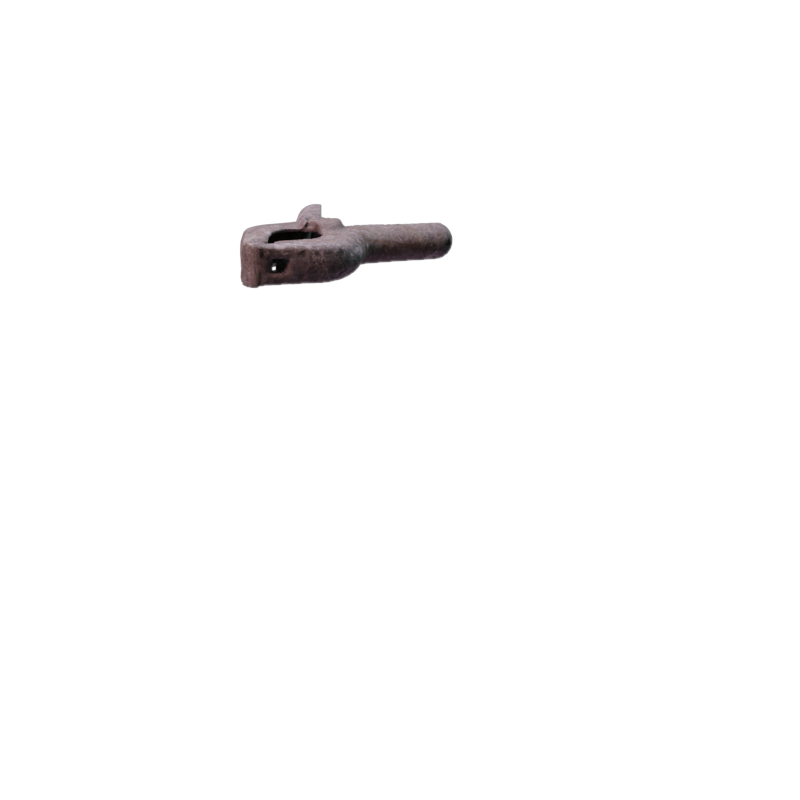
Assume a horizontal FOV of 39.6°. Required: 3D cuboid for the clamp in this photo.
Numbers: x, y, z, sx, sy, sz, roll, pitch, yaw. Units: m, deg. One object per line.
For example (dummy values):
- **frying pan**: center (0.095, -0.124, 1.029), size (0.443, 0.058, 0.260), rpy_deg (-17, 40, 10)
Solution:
- **clamp**: center (-0.058, -0.106, 0.742), size (0.126, 0.038, 0.167), rpy_deg (11, 17, 37)
